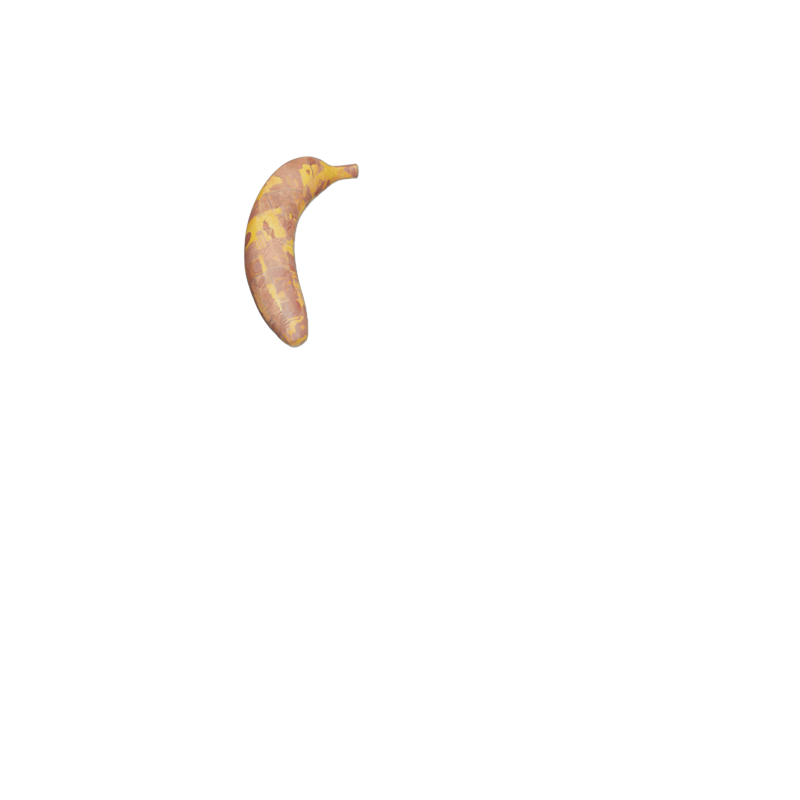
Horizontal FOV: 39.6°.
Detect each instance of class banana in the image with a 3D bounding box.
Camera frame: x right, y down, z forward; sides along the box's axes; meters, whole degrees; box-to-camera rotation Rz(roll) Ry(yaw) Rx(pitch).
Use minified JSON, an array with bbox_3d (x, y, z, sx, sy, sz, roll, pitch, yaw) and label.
[{"bbox_3d":[-0.082,-0.124,0.829,0.070,0.209,0.034,8,-40,6],"label":"banana"}]
